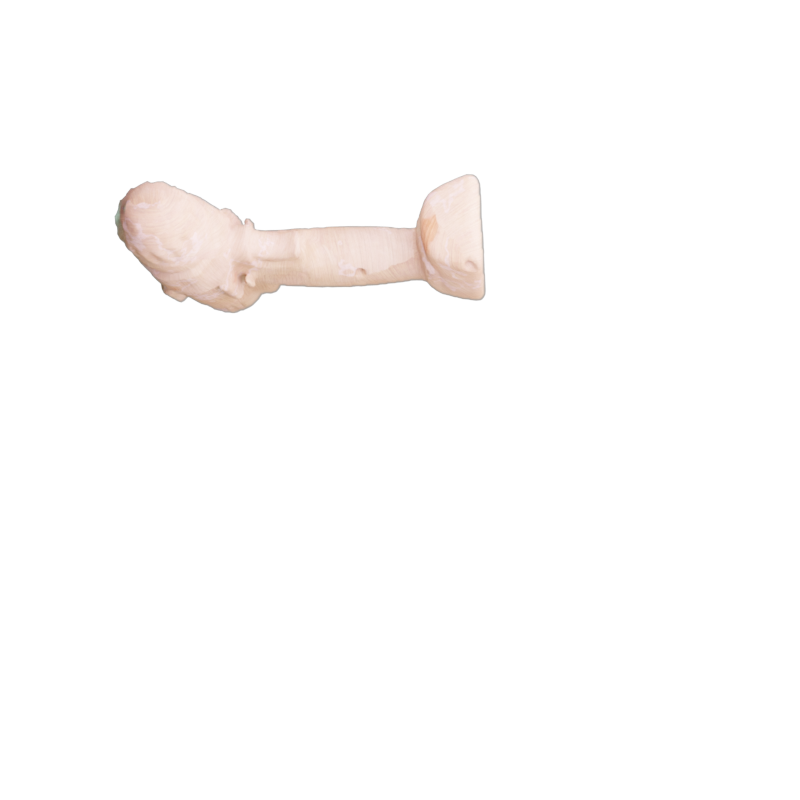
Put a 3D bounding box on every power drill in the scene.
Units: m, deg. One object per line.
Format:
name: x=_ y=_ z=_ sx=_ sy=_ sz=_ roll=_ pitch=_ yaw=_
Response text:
power drill: x=-0.048 y=-0.088 z=0.613 sx=0.190 sy=0.058 sz=0.179 roll=-1 pitch=-4 yaw=8
